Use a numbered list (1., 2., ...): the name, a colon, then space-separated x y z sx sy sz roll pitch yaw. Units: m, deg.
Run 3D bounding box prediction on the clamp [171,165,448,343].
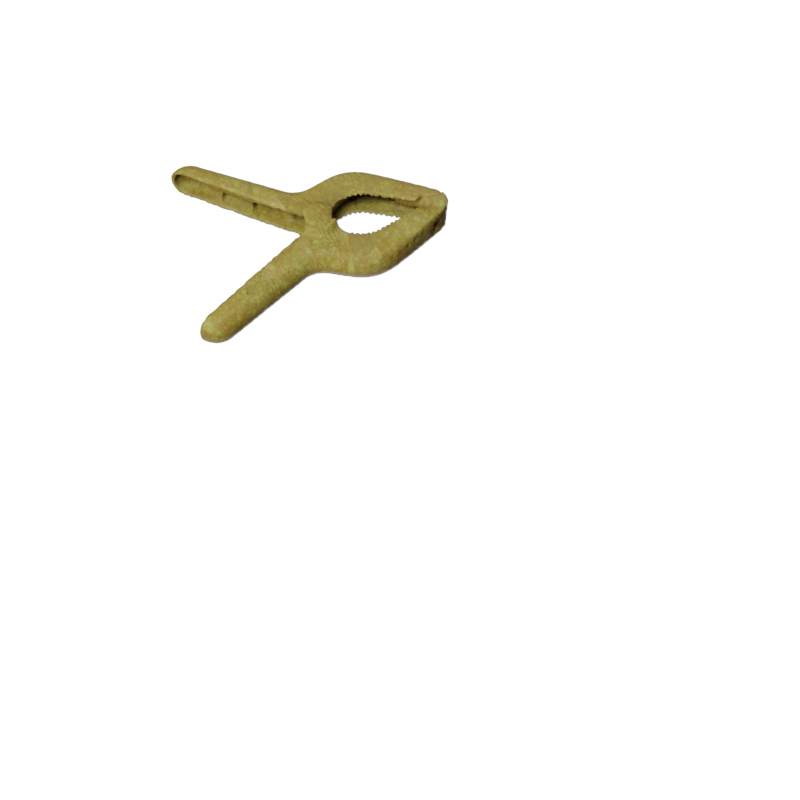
1. clamp: -0.065 -0.119 0.832 0.209 0.177 0.034 -5 -36 -4
